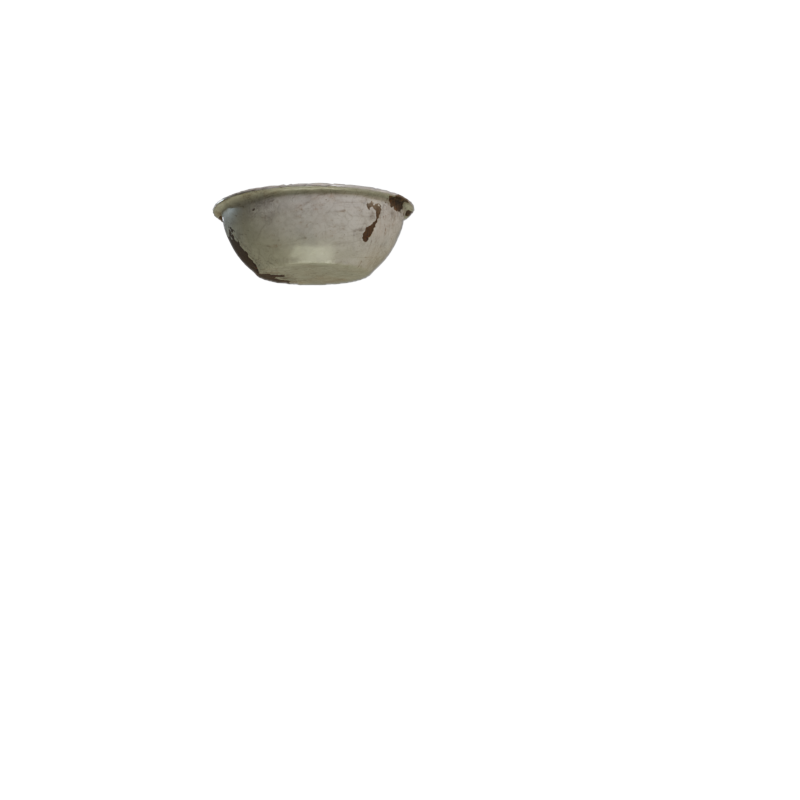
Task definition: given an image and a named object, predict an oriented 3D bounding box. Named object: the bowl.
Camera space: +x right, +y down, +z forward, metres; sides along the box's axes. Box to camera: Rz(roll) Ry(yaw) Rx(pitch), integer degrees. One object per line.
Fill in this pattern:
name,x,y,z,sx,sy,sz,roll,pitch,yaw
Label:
bowl,-0.069,-0.126,0.885,0.162,0.056,0.159,0,-5,-2
